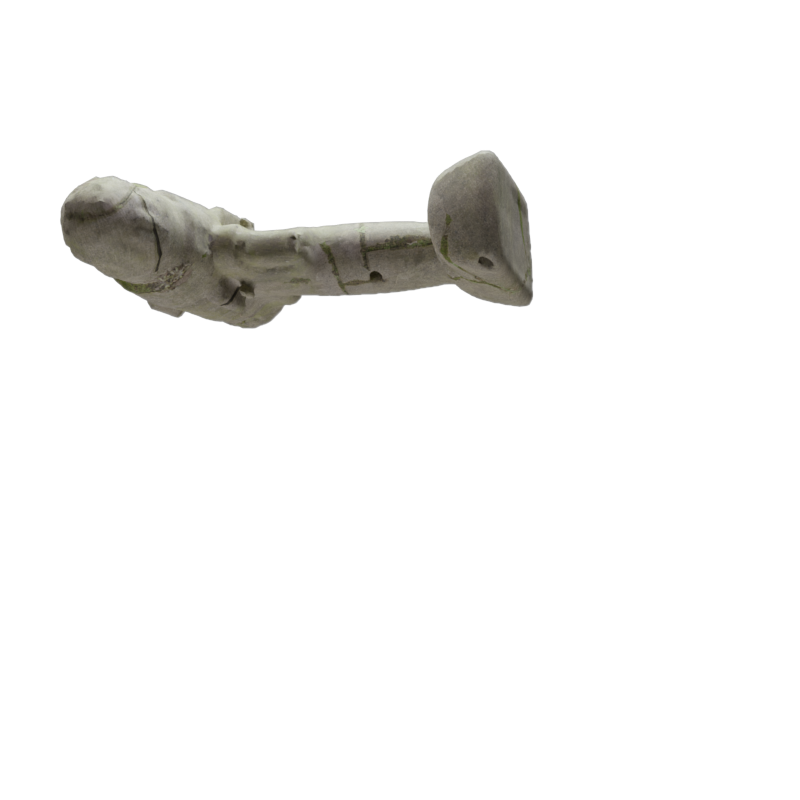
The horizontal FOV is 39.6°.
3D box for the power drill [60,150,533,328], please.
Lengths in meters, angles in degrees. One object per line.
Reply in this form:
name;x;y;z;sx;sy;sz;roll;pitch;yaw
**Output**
power drill;-0.040;-0.074;0.517;0.192;0.059;0.177;-2;-5;18
